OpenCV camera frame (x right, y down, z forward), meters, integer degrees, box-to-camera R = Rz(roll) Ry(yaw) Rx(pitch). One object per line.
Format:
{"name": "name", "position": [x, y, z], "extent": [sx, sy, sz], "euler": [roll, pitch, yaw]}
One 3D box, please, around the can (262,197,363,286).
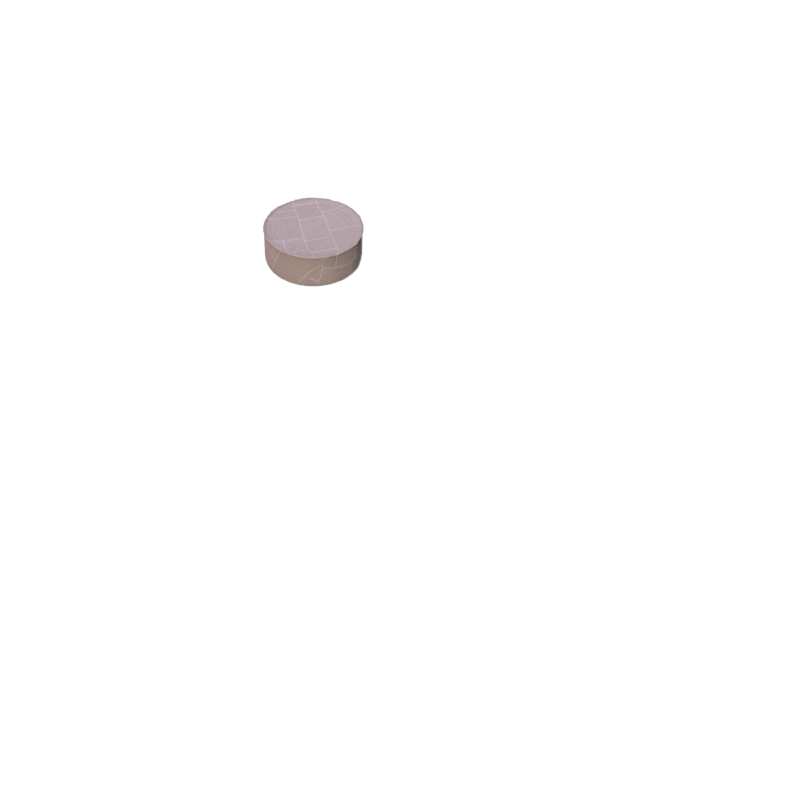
{"name": "can", "position": [-0.075, -0.136, 0.953], "extent": [0.086, 0.031, 0.092], "euler": [-1, 42, -2]}
